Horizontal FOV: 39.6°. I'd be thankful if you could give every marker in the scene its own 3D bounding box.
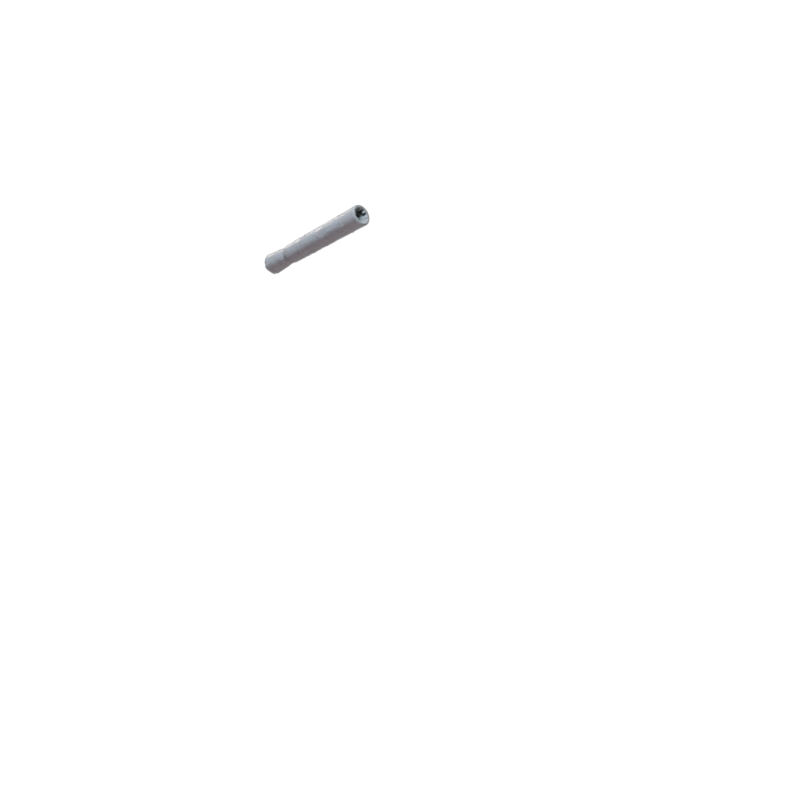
[{"bbox_3d":[-0.074,-0.136,0.949,0.121,0.020,0.019,-21,-12,41],"label":"marker"}]
